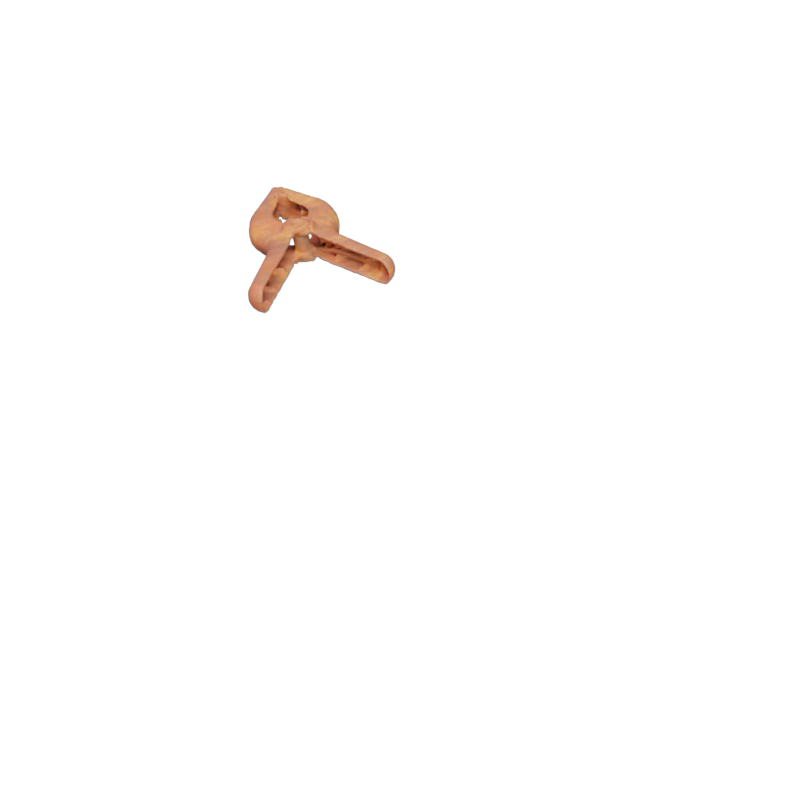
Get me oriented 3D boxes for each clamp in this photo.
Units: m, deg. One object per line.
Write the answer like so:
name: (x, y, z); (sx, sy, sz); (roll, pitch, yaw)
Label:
clamp: (-0.074, -0.135, 0.945); (0.119, 0.037, 0.185); (-5, 38, -7)
